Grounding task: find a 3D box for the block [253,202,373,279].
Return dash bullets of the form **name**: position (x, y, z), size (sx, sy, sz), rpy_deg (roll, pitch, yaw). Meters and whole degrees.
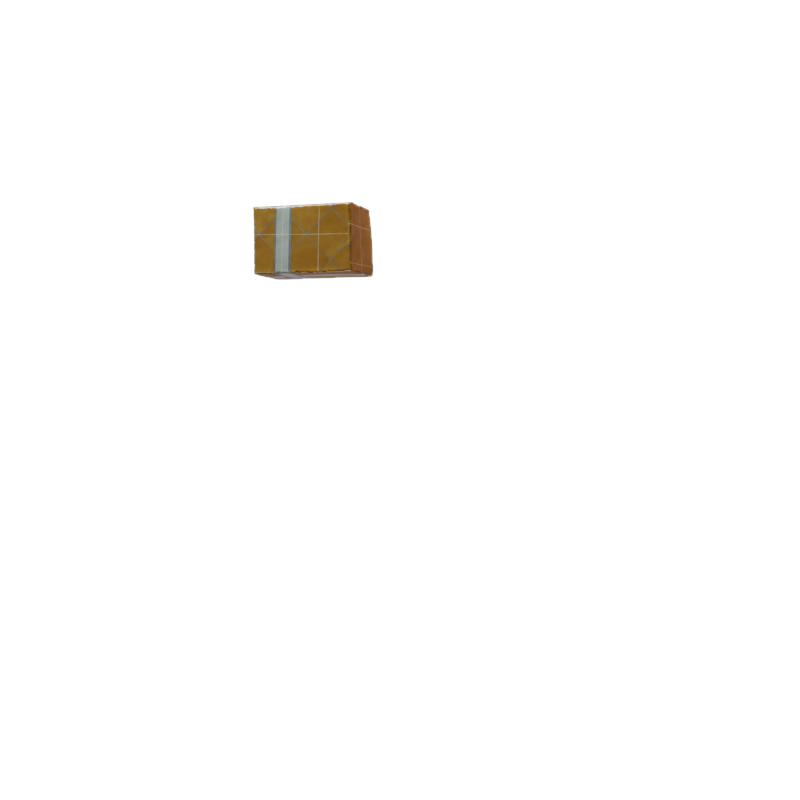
- **block**: position (-0.064, -0.118, 0.824), size (0.080, 0.052, 0.051), rpy_deg (0, -3, 17)
